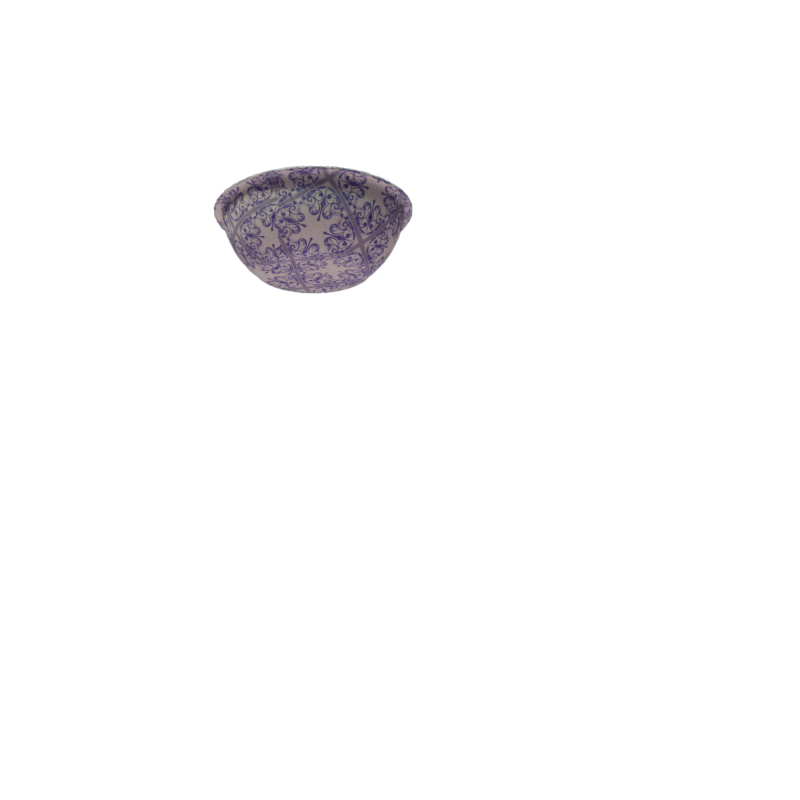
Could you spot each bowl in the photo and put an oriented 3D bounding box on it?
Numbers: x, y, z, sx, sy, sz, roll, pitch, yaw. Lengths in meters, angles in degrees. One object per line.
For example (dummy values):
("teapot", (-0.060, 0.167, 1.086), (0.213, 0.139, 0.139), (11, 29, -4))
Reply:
("bowl", (-0.070, -0.127, 0.890), (0.162, 0.058, 0.155), (0, -17, -2))
